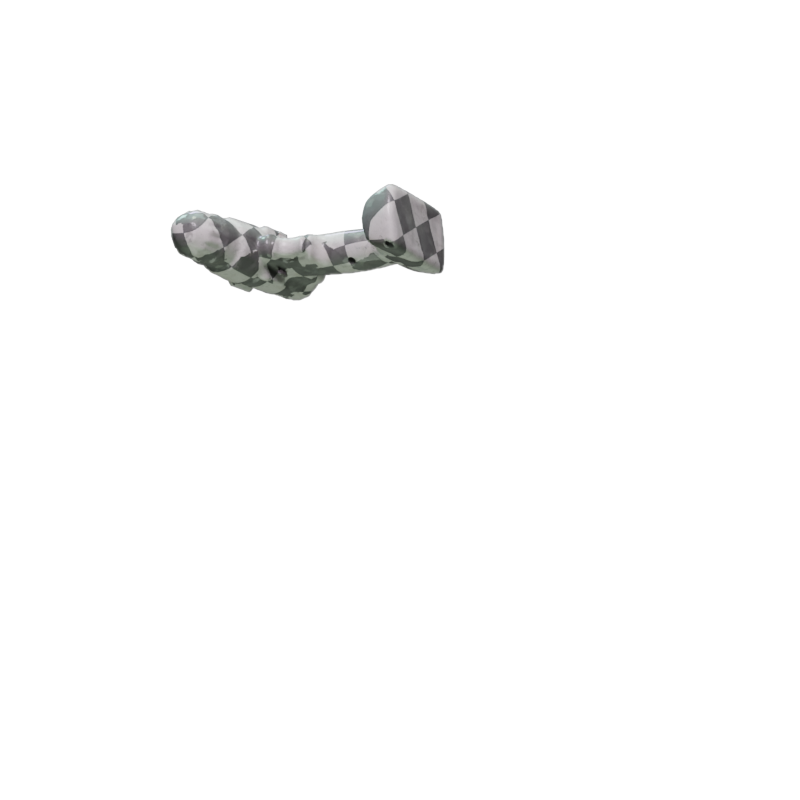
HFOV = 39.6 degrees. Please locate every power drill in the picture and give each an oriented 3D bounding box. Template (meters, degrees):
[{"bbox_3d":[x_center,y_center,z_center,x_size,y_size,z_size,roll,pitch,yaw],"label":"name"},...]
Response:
[{"bbox_3d":[-0.072,-0.131,0.920,0.192,0.059,0.175,-5,-9,30],"label":"power drill"}]
